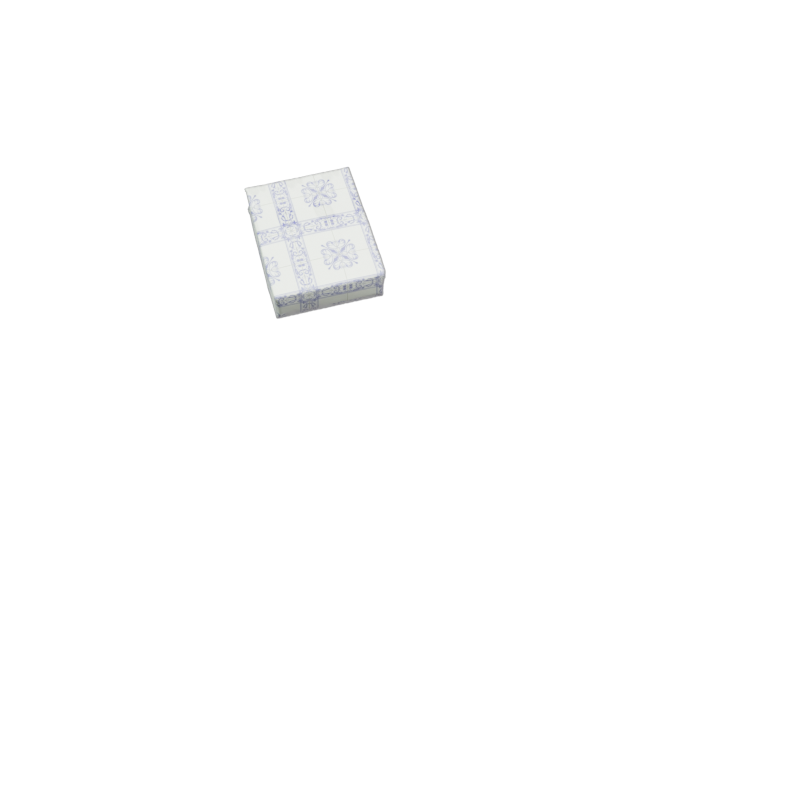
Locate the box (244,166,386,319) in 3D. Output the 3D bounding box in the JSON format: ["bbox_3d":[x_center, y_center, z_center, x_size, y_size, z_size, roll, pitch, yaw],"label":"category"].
[{"bbox_3d":[-0.070,-0.128,0.893,0.089,0.122,0.036,-13,-33,-9],"label":"box"}]
